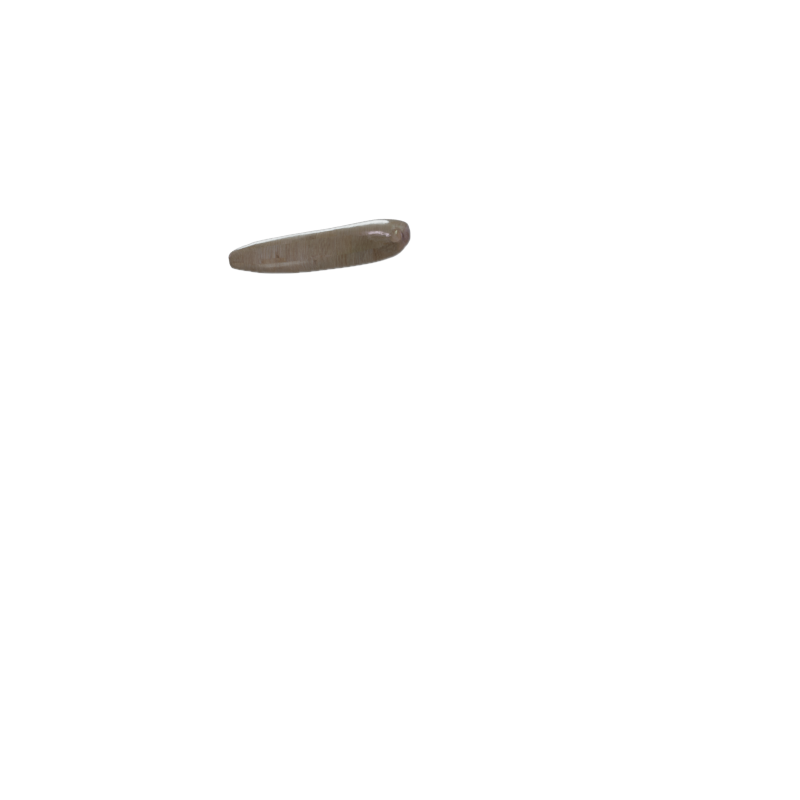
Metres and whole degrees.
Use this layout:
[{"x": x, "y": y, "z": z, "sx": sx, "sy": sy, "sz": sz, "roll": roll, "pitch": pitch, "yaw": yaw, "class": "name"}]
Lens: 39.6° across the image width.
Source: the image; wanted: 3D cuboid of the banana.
[{"x": -0.063, "y": -0.139, "z": 0.991, "sx": 0.203, "sy": 0.038, "sz": 0.066, "roll": -5, "pitch": -9, "yaw": 37, "class": "banana"}]
